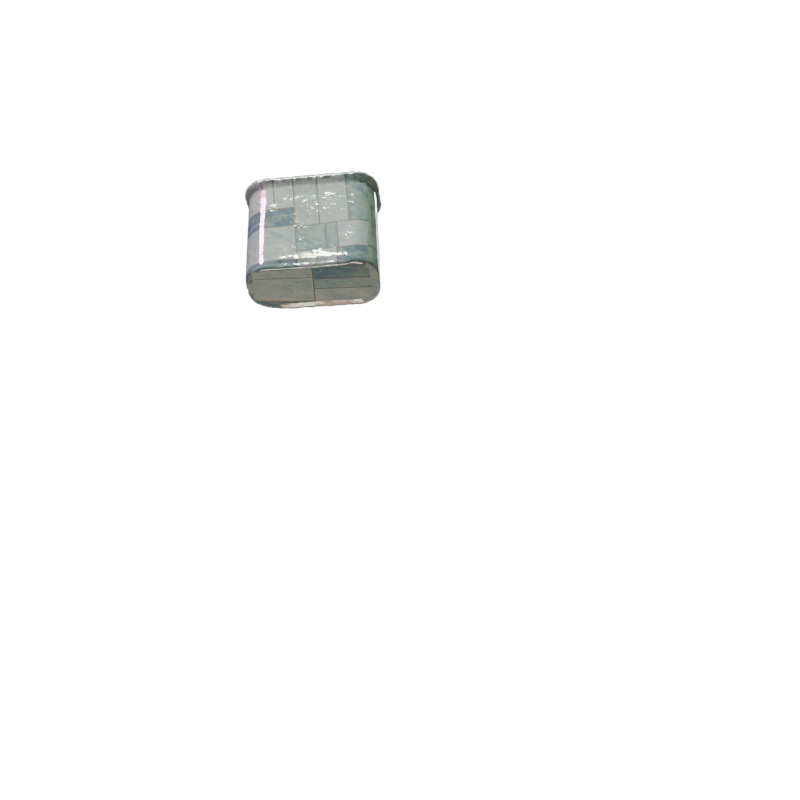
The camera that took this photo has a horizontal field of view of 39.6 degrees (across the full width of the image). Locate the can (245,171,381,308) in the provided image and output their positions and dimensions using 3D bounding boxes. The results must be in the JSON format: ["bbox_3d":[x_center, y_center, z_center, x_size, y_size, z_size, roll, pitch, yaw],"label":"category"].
[{"bbox_3d":[-0.064,-0.117,0.820,0.102,0.090,0.053,-4,-35,4],"label":"can"}]
